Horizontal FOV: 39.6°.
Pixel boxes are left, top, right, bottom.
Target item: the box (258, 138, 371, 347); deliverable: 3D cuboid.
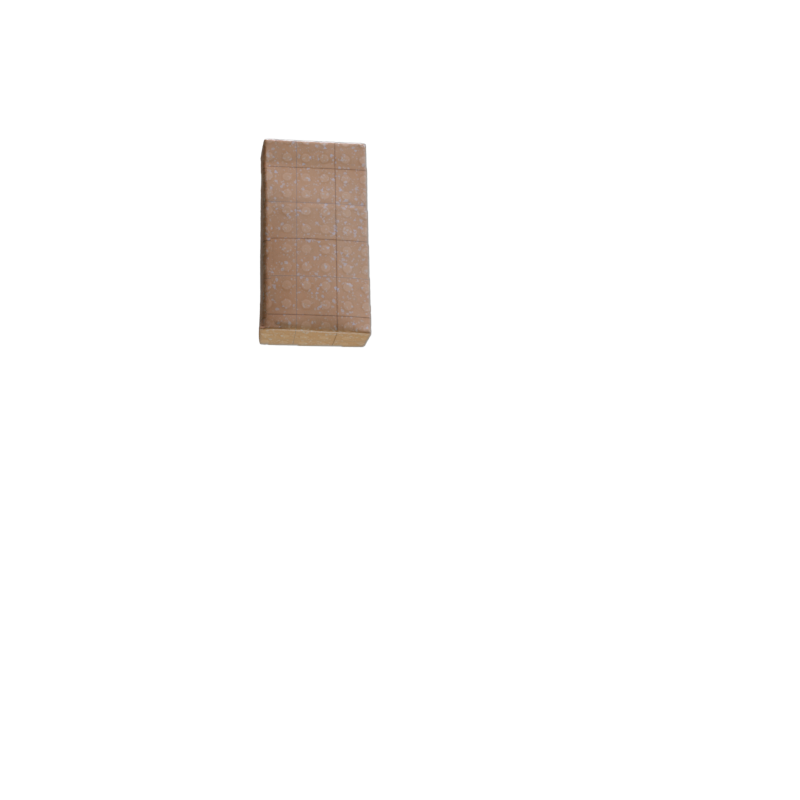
[{"bbox_3d":[-0.074,-0.136,0.953,0.092,0.185,0.046,1,-22,-7],"label":"box"}]
